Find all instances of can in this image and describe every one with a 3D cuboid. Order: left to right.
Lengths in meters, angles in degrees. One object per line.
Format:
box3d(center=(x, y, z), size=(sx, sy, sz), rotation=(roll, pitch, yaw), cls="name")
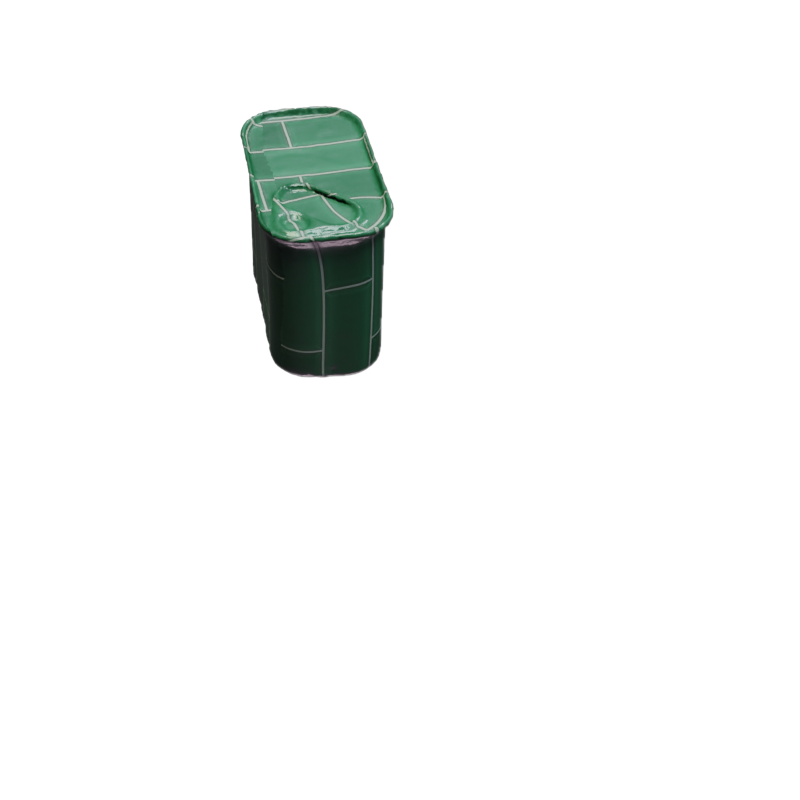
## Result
box3d(center=(-0.040, -0.073, 0.510), size=(0.057, 0.078, 0.110), rotation=(-6, 42, -10), cls="can")
